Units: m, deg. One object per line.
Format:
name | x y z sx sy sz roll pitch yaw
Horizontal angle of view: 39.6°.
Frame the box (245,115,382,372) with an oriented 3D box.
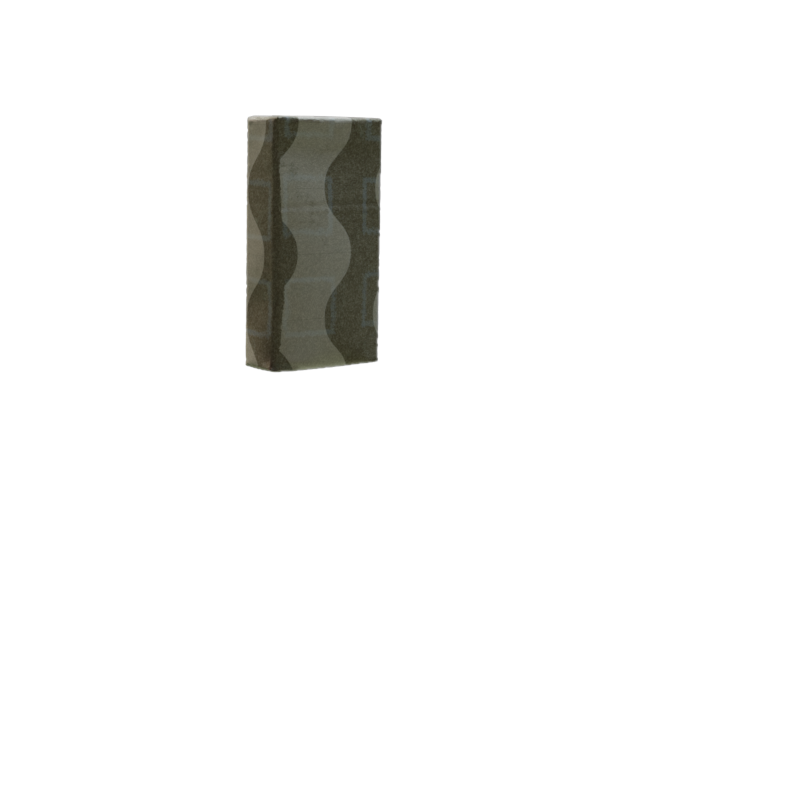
box | -0.061 -0.112 0.782 0.090 0.175 0.050 -3 5 -37
